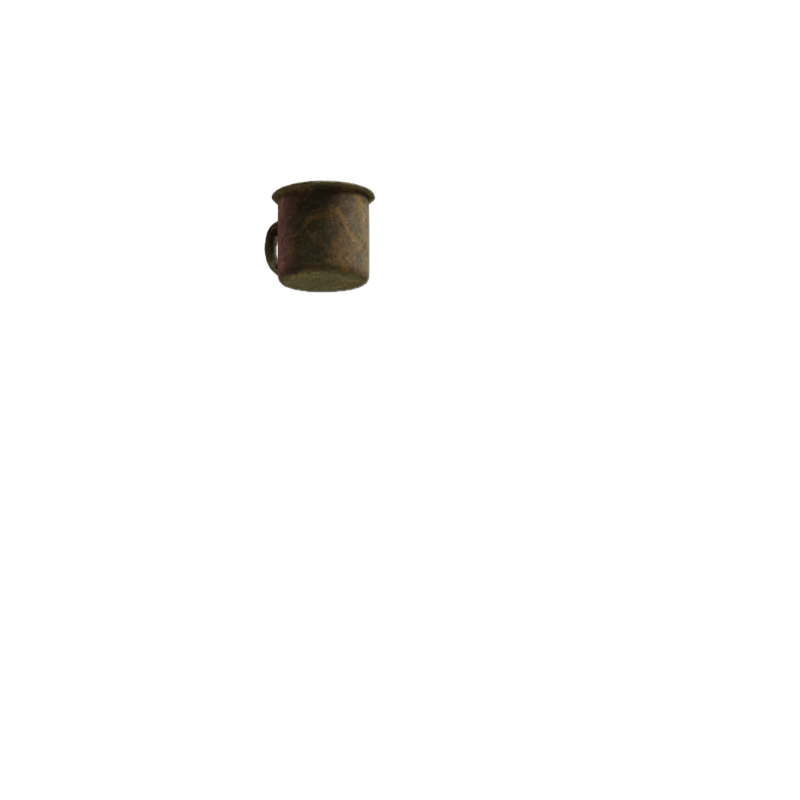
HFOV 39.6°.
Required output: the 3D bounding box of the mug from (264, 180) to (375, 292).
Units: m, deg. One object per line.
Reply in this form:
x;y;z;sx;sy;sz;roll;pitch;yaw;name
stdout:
-0.078;-0.142;0.995;0.120;0.084;0.088;-8;-13;37;mug
